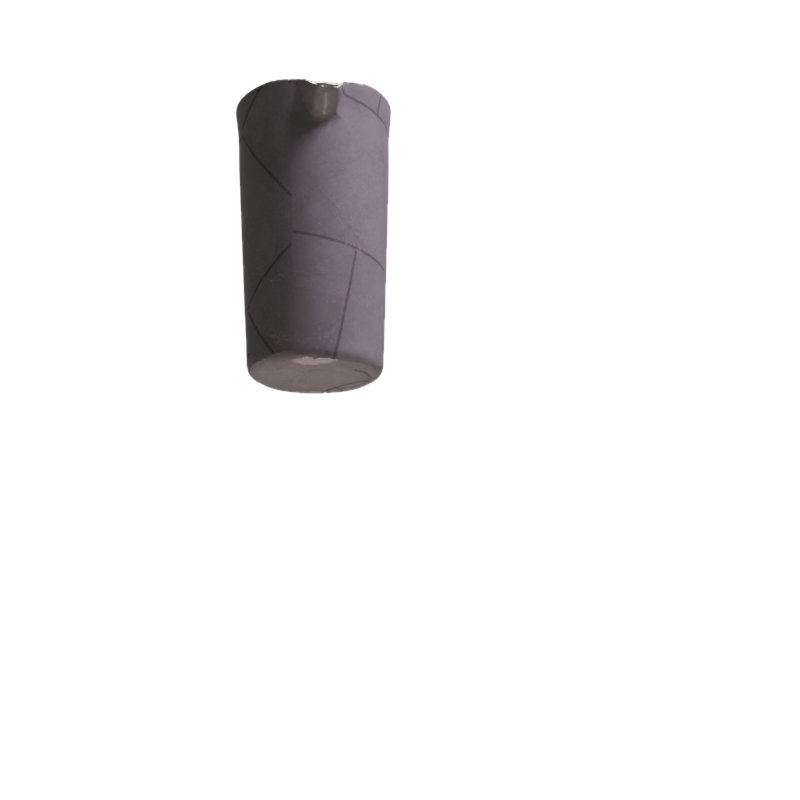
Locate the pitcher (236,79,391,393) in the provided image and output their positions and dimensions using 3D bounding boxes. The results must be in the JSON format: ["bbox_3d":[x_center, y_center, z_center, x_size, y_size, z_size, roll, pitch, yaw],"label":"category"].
[{"bbox_3d":[-0.072,-0.132,0.923,0.148,0.254,0.140,-13,-22,31],"label":"pitcher"}]
